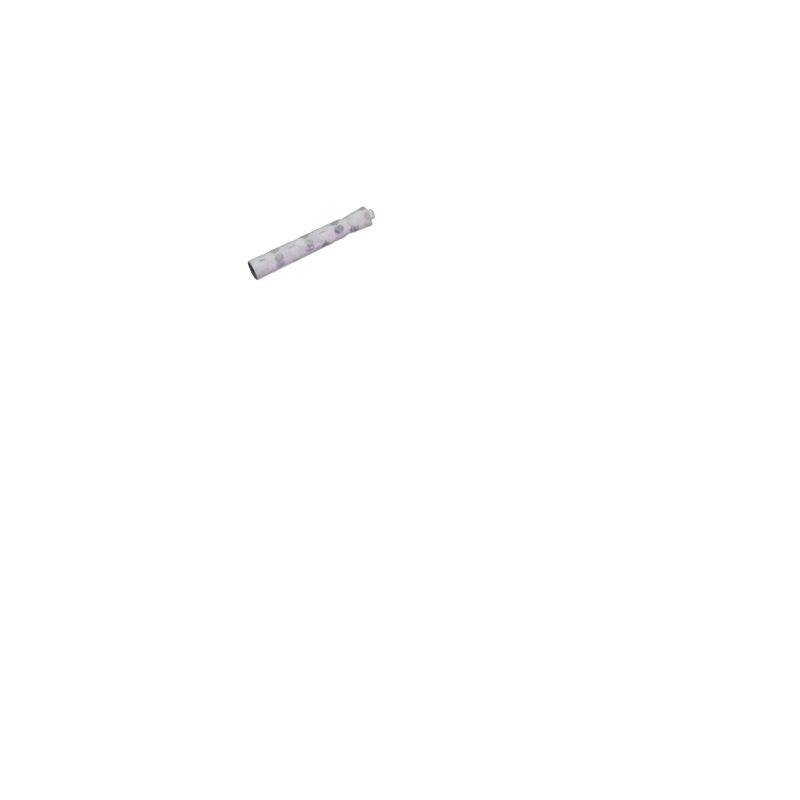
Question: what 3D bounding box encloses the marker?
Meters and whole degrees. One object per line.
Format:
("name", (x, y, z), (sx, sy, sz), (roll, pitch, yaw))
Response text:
("marker", (-0.076, -0.139, 0.975), (0.121, 0.019, 0.020), (-27, 11, -13))
